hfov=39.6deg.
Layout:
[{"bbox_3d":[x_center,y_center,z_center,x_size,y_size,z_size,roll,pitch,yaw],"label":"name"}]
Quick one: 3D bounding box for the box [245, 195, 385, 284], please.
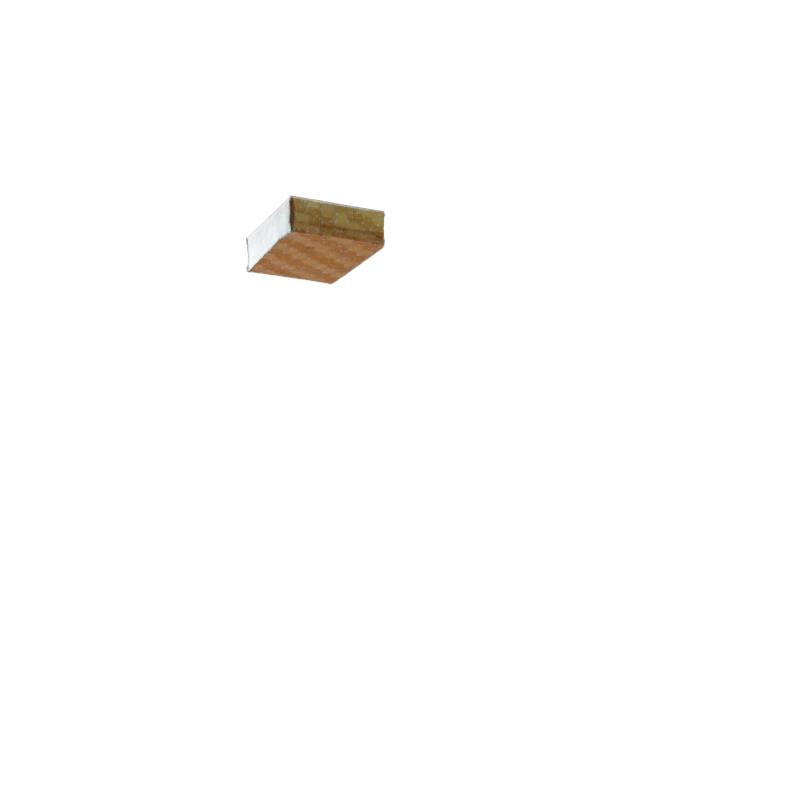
[{"bbox_3d":[-0.077,-0.141,0.987,0.087,0.041,0.112,8,-19,-25],"label":"box"}]
